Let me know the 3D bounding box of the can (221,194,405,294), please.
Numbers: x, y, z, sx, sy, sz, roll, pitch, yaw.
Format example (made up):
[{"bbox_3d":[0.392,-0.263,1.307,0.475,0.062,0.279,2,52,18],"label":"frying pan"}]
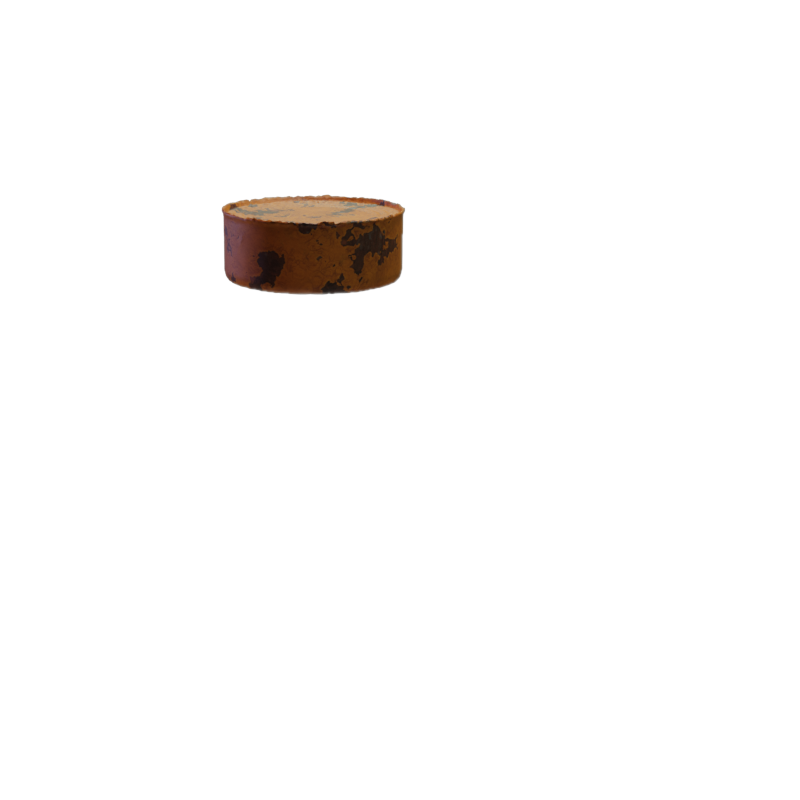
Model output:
[{"bbox_3d":[-0.041,-0.075,0.523,0.086,0.032,0.089,-1,17,-2],"label":"can"}]
